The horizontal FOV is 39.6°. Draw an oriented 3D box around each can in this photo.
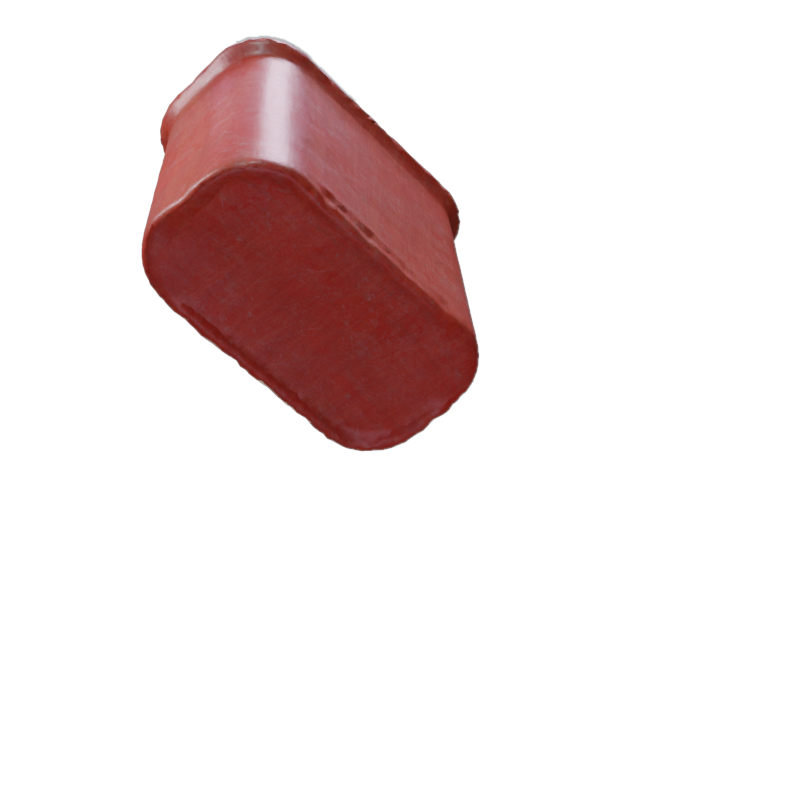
[{"bbox_3d":[-0.025,-0.046,0.324,0.097,0.057,0.089,40,23,-24],"label":"can"}]
